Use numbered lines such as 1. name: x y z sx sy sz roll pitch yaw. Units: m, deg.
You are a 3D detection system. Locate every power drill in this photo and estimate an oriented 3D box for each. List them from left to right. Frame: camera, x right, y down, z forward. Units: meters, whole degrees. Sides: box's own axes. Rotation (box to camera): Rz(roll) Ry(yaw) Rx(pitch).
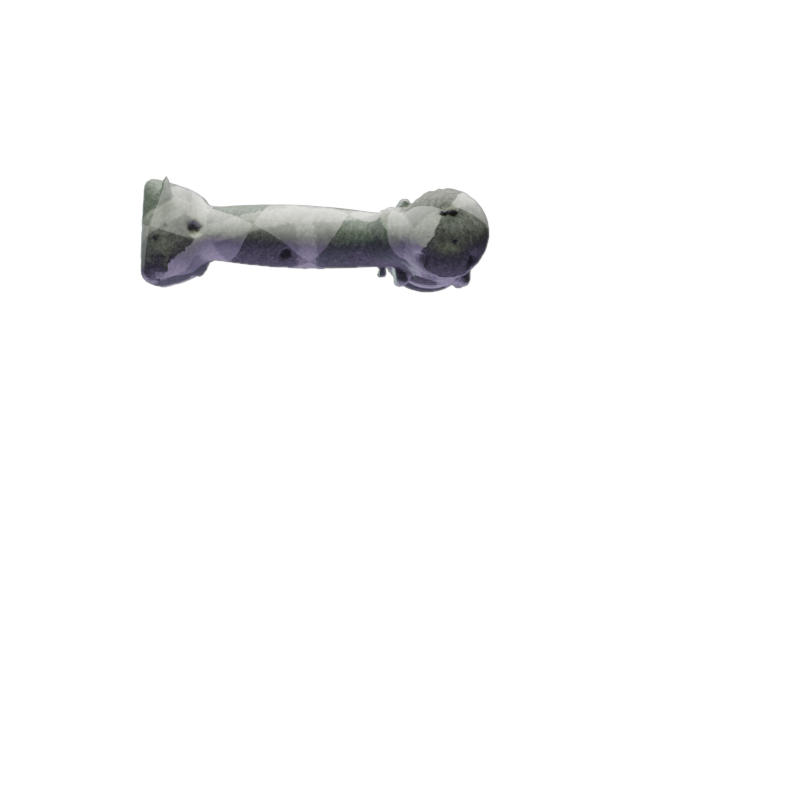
1. power drill: -0.050 -0.092 0.643 0.187 0.058 0.183 0 0 -3
